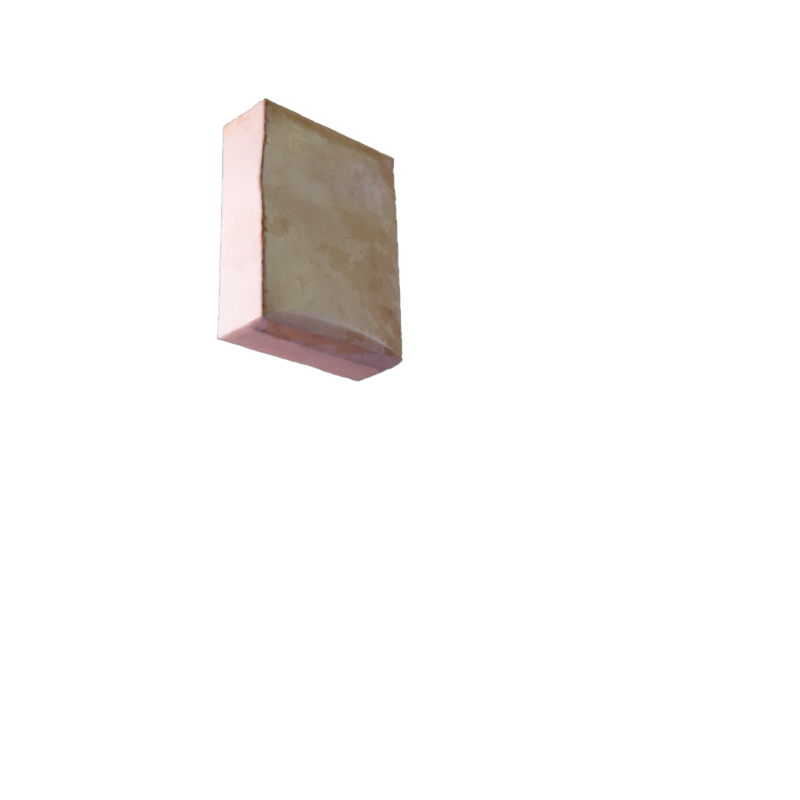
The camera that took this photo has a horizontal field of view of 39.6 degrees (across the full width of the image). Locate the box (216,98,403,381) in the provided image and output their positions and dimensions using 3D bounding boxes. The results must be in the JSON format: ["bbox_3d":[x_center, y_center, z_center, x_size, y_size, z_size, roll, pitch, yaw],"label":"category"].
[{"bbox_3d":[-0.077,-0.141,0.989,0.155,0.226,0.072,19,-32,-38],"label":"box"}]
